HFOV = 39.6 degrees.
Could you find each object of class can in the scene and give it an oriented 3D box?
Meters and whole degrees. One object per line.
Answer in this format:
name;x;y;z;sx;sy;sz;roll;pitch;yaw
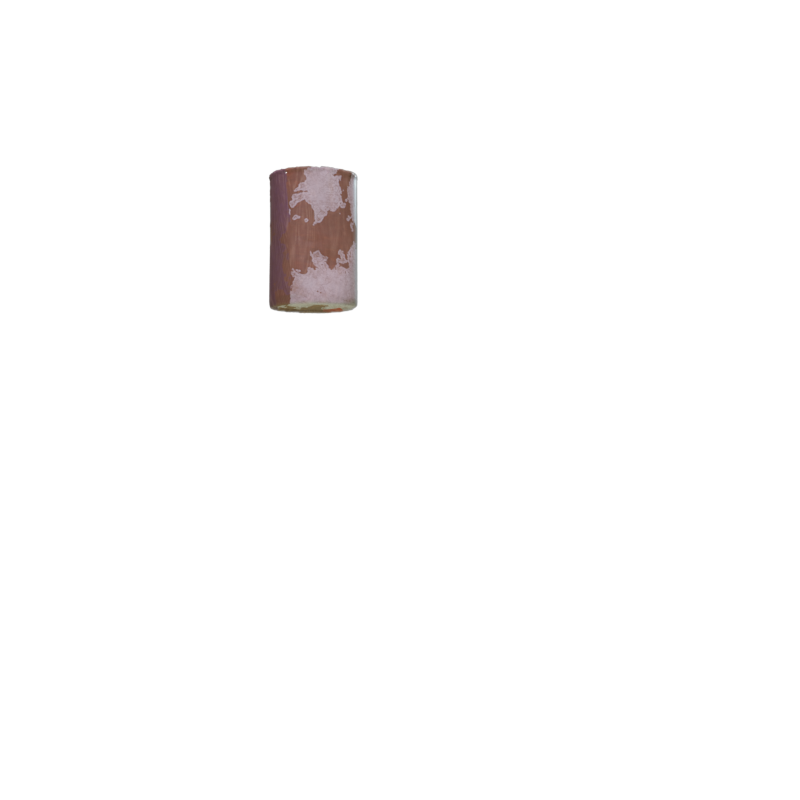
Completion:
can;-0.066;-0.120;0.838;0.068;0.104;0.067;0;-7;-2
